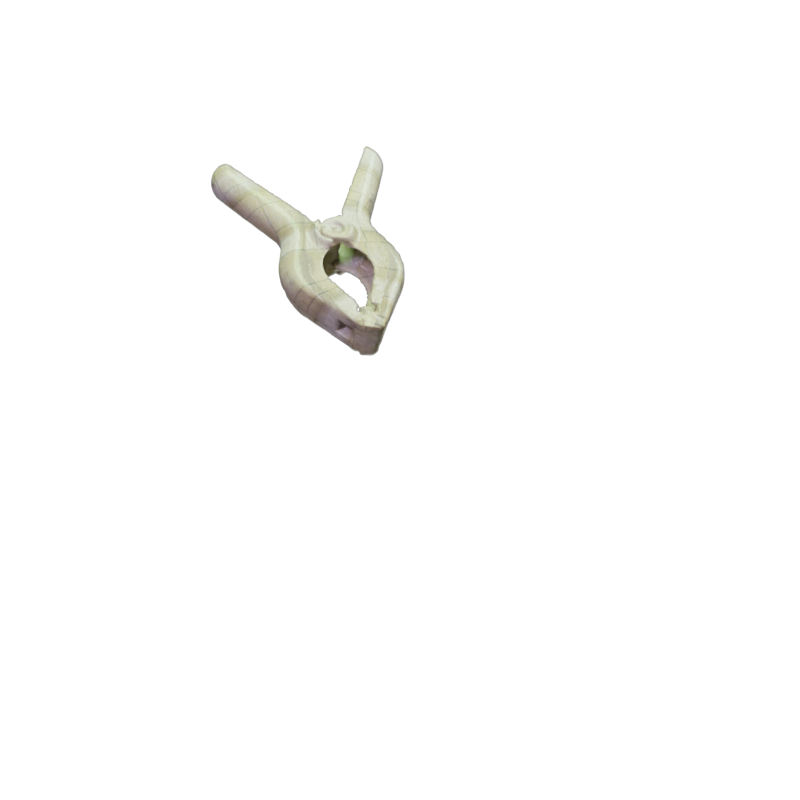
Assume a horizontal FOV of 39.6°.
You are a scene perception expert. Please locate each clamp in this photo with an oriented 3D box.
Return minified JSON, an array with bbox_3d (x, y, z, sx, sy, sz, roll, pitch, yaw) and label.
[{"bbox_3d":[-0.056,-0.102,0.713,0.119,0.185,0.036,-8,-42,-8],"label":"clamp"}]
